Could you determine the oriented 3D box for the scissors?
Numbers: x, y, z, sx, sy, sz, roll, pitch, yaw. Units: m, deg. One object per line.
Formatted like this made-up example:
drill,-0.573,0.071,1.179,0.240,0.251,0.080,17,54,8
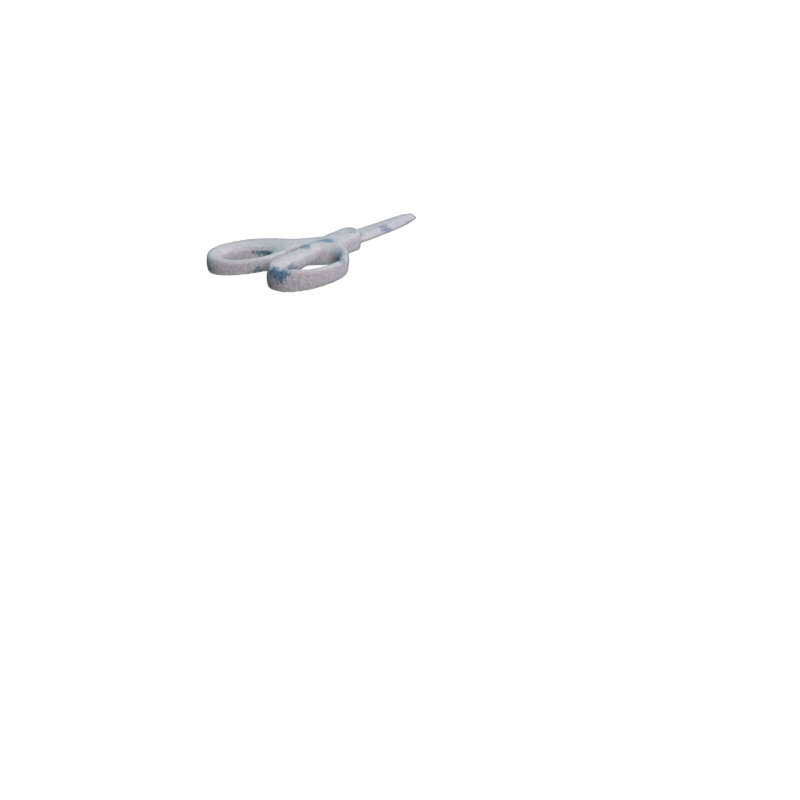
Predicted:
scissors,-0.056,-0.103,0.721,0.098,0.015,0.205,4,21,12
